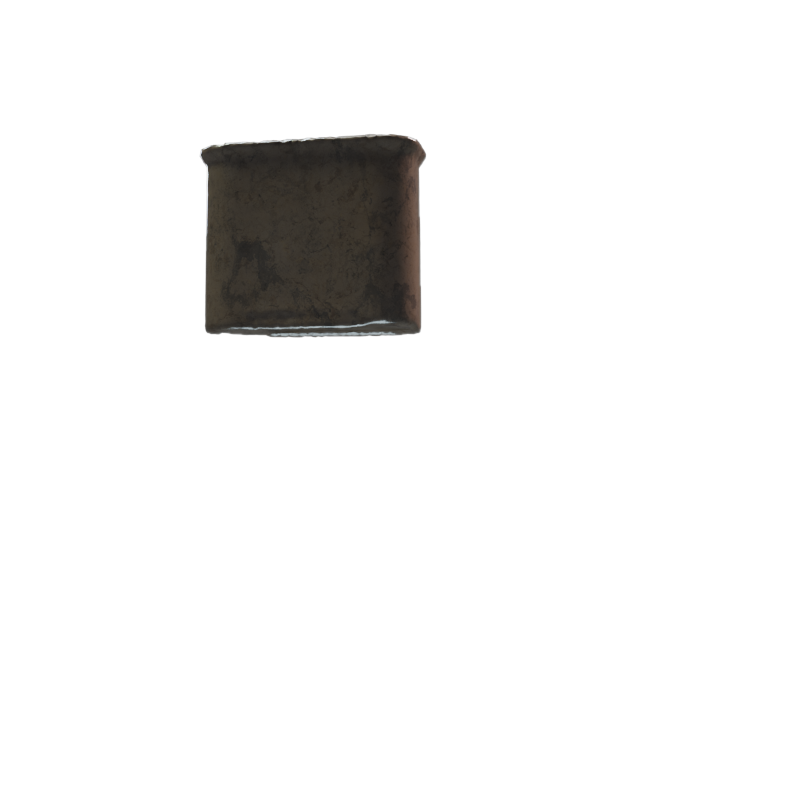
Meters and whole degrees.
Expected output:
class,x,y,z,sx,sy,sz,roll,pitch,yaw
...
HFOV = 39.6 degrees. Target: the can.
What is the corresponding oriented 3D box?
class,x,y,z,sx,sy,sz,roll,pitch,yaw
can,-0.040,-0.072,0.506,0.103,0.085,0.056,-1,-6,11
